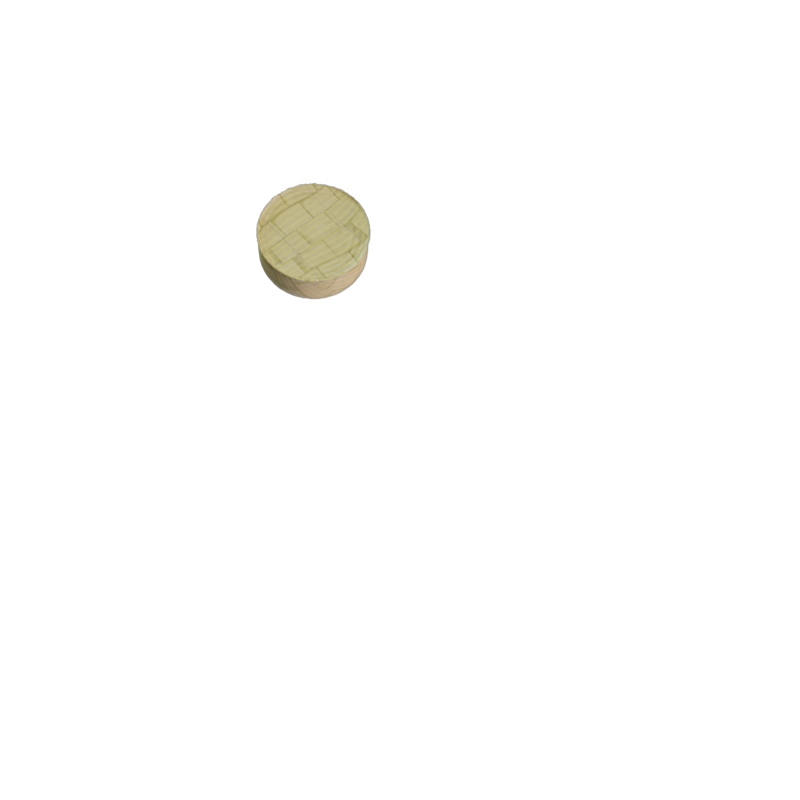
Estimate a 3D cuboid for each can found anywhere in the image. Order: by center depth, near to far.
[{"bbox_3d":[-0.066,-0.120,0.844,0.086,0.091,0.032,-1,-28,-1],"label":"can"}]
